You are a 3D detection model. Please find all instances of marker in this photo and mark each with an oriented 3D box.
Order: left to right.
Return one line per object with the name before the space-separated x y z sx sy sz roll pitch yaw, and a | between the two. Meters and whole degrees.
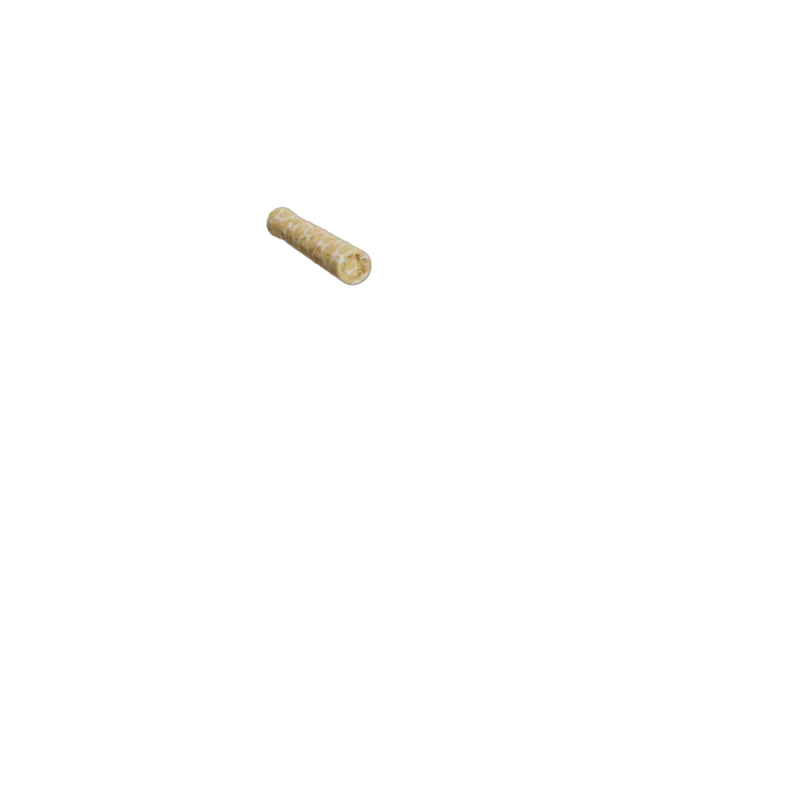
marker | -0.047 -0.086 0.605 0.019 0.019 0.128 -2 20 -24
